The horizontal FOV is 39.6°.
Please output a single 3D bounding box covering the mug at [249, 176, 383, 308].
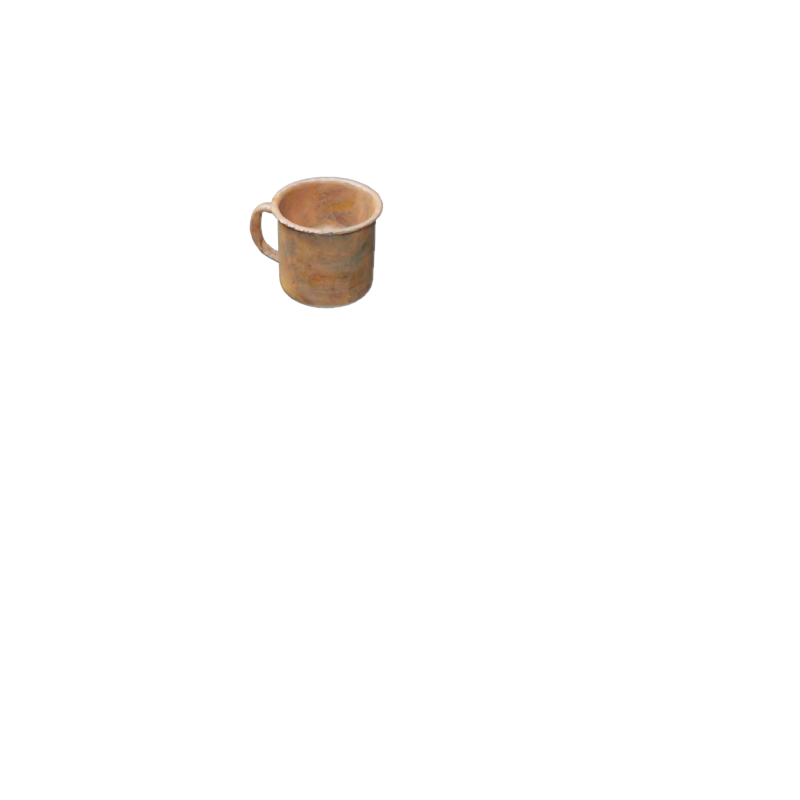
[{"bbox_3d":[-0.074,-0.134,0.941,0.120,0.076,0.097,12,38,15],"label":"mug"}]
